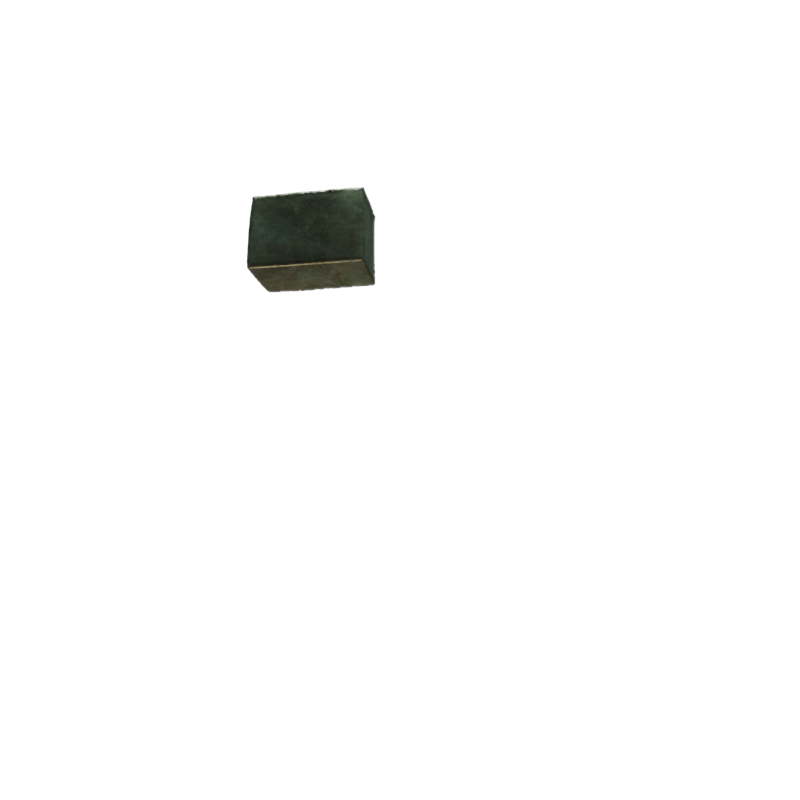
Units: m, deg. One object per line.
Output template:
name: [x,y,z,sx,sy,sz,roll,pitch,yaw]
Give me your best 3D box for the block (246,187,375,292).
block: [-0.058,-0.106,0.742,0.079,0.054,0.050,-3,-18,9]
